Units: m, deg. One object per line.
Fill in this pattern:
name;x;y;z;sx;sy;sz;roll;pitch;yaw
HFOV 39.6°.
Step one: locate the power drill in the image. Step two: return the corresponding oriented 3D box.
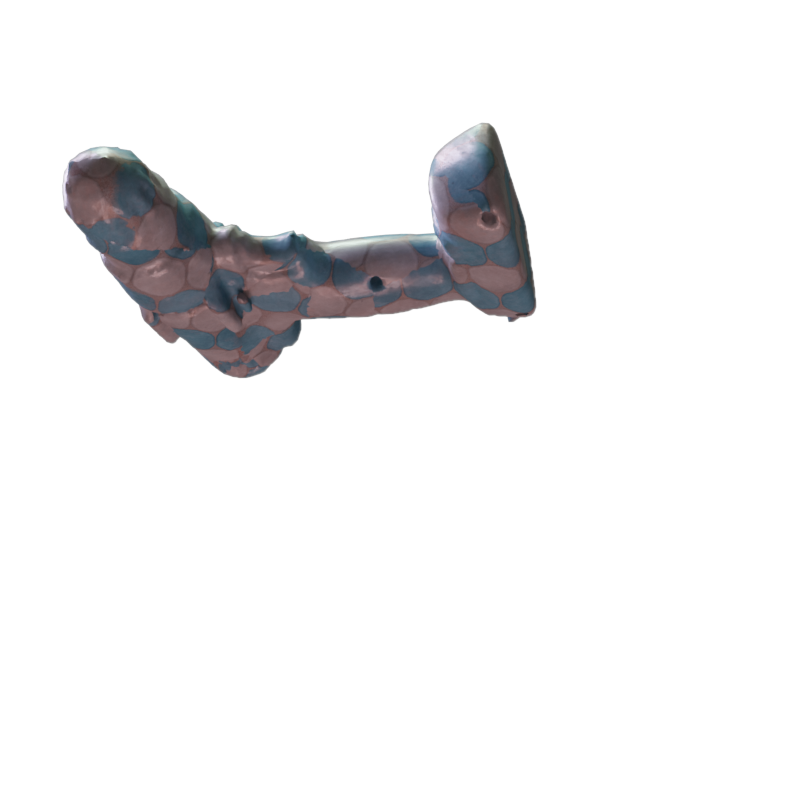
power drill;-0.040;-0.073;0.513;0.190;0.061;0.172;-7;-24;16
